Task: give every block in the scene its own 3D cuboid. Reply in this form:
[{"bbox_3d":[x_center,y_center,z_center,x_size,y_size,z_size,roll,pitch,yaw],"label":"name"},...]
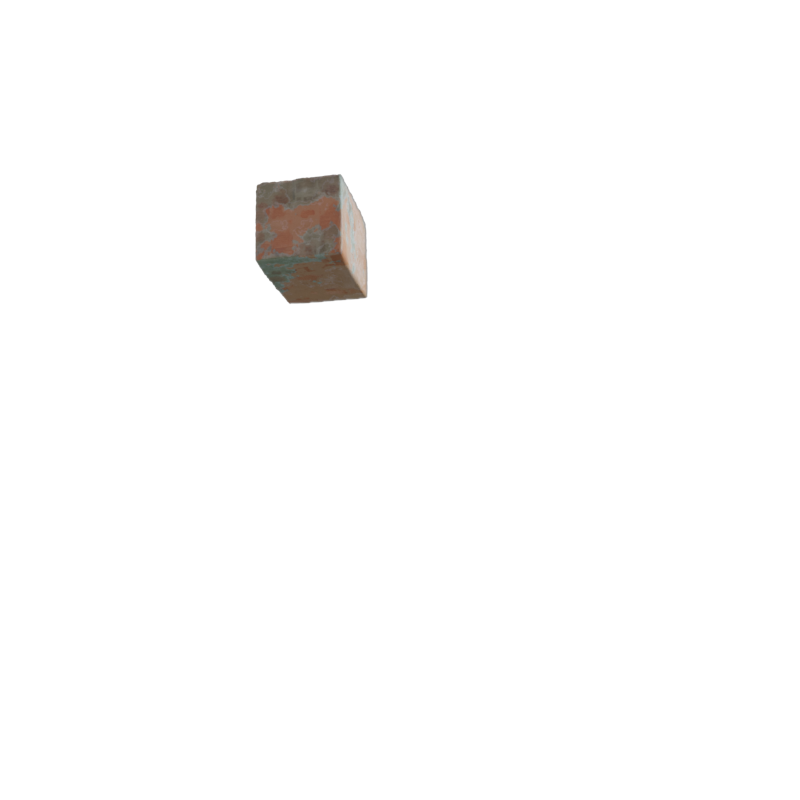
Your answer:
[{"bbox_3d":[-0.052,-0.096,0.670,0.053,0.054,0.073,-4,-18,10],"label":"block"}]
